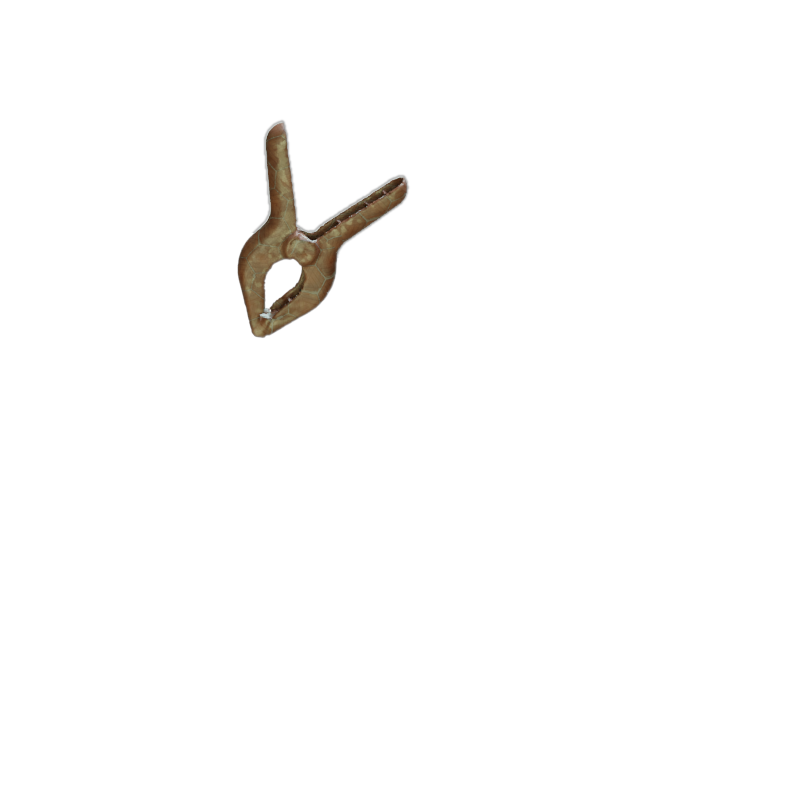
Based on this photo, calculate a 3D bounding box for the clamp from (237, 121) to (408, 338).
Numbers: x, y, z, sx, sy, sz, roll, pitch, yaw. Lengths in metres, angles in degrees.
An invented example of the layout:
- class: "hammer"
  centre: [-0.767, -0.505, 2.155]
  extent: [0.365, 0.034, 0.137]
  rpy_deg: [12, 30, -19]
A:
- class: "clamp"
  centre: [-0.069, -0.126, 0.885]
  extent: [0.119, 0.166, 0.041]
  rpy_deg: [17, 17, -6]
